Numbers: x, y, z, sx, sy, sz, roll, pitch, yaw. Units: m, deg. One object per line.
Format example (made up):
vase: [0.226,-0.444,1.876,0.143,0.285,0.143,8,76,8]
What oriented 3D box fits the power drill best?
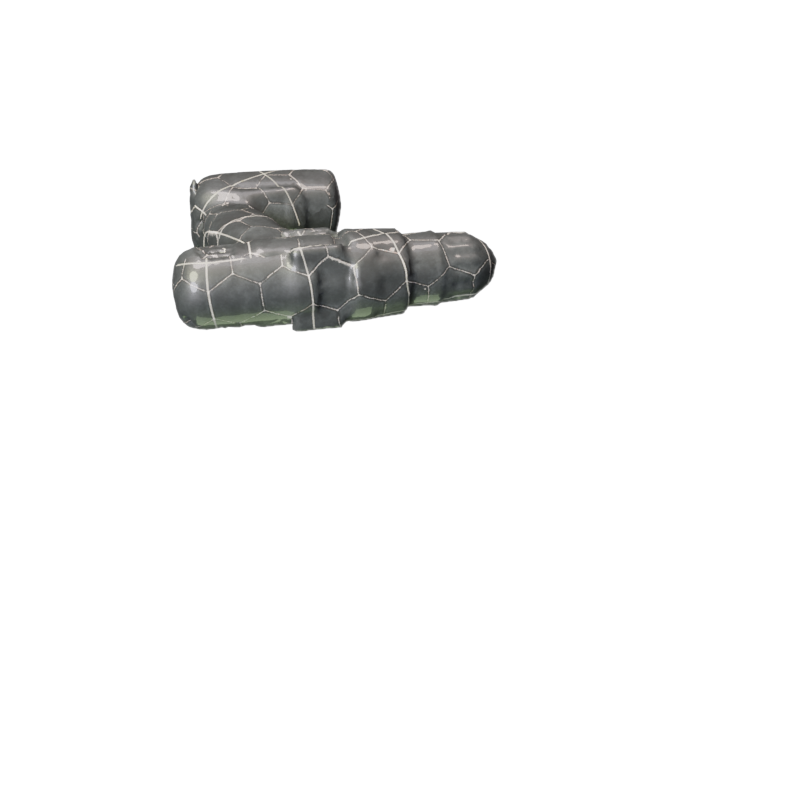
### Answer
power drill: [-0.054,-0.098,0.688,0.182,0.055,0.198,-5,22,-13]
